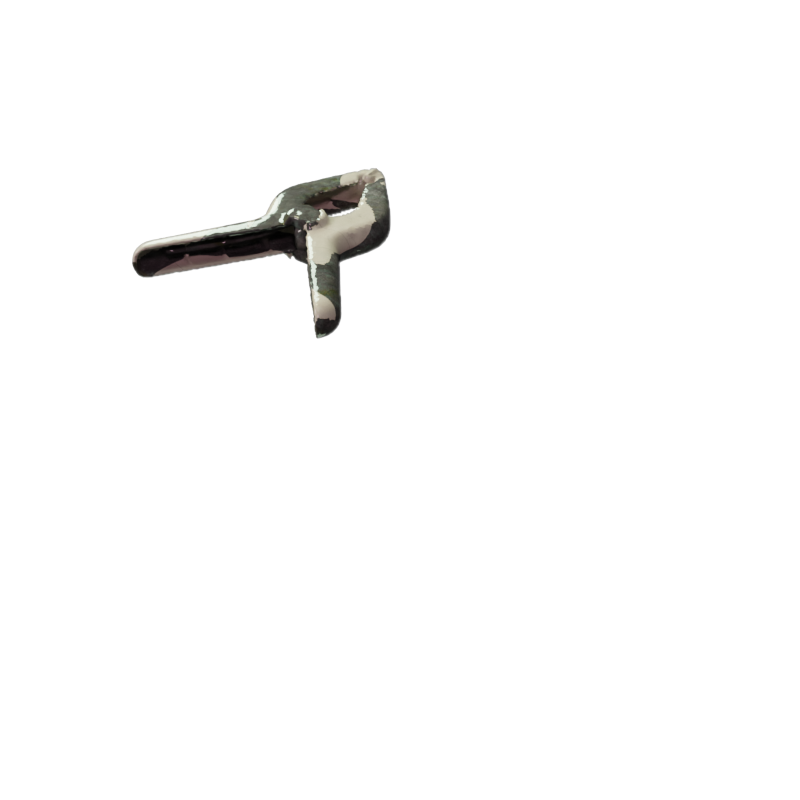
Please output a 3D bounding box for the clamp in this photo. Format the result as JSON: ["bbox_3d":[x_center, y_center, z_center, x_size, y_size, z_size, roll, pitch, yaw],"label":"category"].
[{"bbox_3d":[-0.062,-0.113,0.793,0.174,0.034,0.211,24,41,31],"label":"clamp"}]
